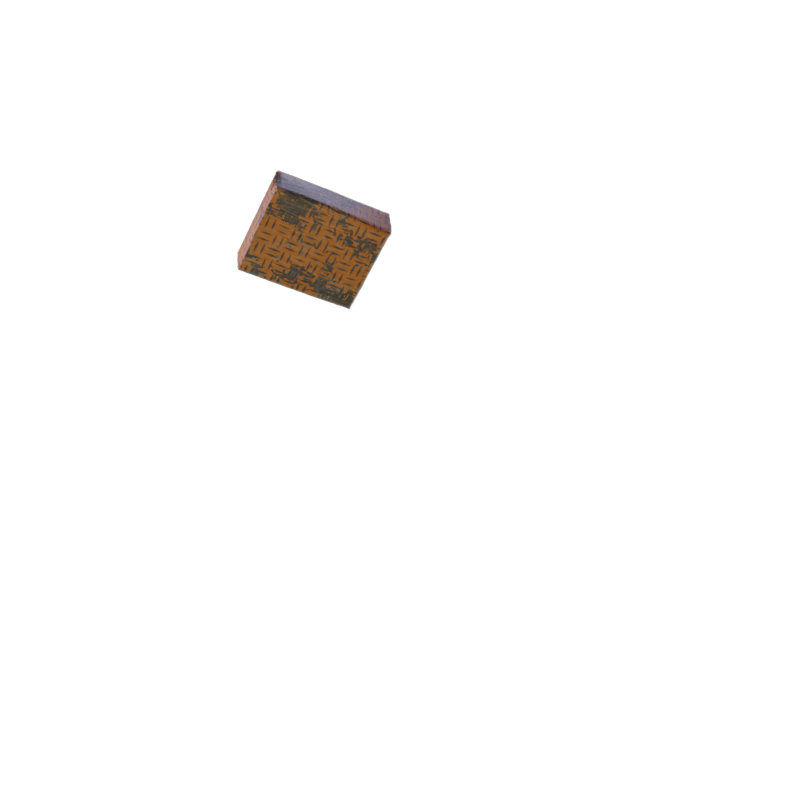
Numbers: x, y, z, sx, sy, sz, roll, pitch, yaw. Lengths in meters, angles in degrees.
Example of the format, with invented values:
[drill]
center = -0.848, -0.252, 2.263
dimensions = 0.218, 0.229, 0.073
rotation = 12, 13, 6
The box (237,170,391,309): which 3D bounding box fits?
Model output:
[box]
center = -0.076, -0.140, 0.977
dimensions = 0.110, 0.087, 0.041
rotation = 22, 29, -13
